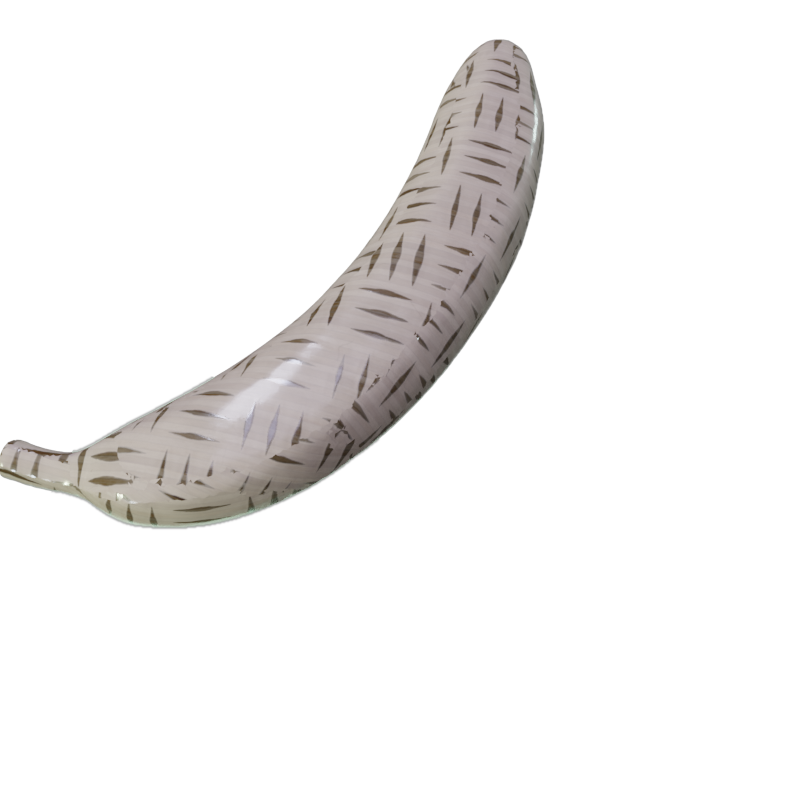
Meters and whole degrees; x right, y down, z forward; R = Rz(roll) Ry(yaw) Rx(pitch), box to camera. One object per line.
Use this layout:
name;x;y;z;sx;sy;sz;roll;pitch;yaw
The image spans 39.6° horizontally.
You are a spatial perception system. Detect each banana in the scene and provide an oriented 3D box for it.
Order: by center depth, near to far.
banana;-0.014;-0.029;0.302;0.073;0.200;0.035;41;-20;17
